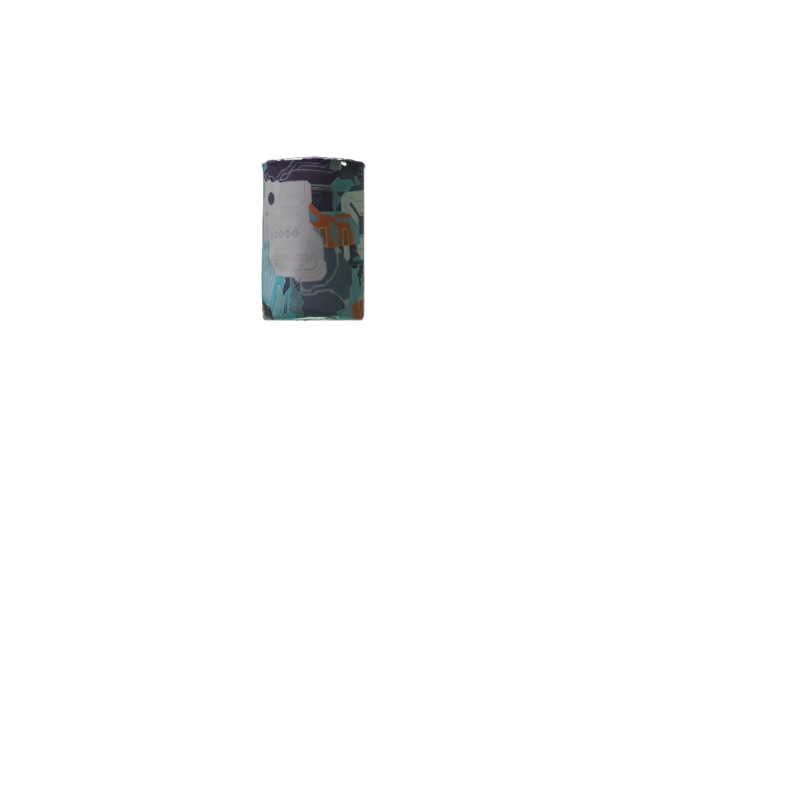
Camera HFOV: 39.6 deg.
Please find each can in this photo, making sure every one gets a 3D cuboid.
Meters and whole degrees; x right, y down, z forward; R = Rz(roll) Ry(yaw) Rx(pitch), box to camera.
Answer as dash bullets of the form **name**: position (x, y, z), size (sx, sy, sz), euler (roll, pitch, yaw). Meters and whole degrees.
- **can**: position (-0.056, -0.103, 0.719), size (0.068, 0.103, 0.068), euler (0, -2, -2)
